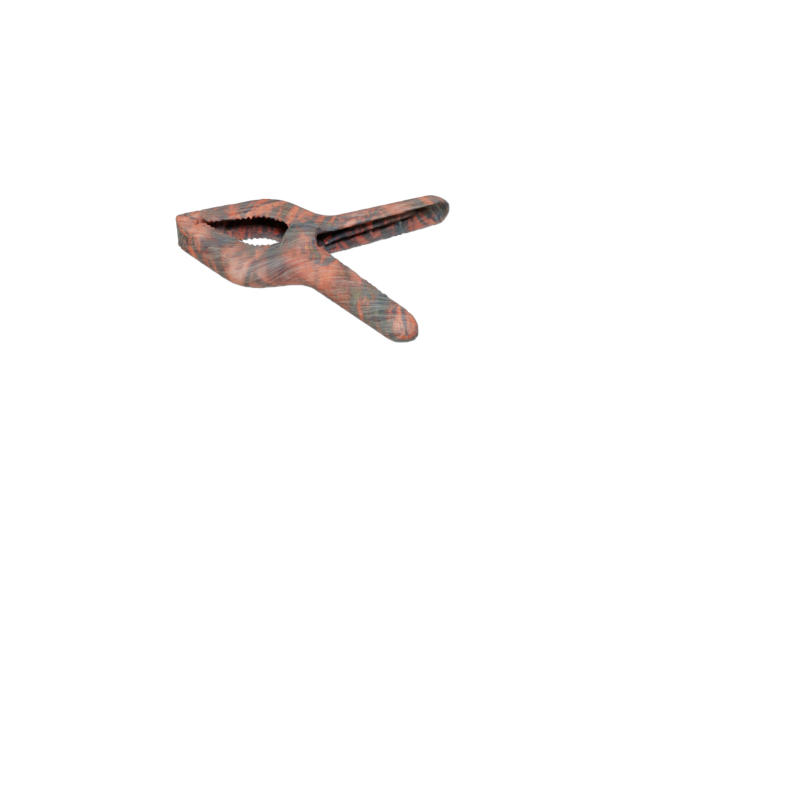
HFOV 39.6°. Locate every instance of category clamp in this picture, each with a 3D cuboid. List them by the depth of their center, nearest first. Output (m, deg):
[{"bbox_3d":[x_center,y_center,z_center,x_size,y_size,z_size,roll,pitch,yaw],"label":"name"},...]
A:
[{"bbox_3d":[-0.067,-0.121,0.850,0.216,0.034,0.171,13,42,15],"label":"clamp"}]
